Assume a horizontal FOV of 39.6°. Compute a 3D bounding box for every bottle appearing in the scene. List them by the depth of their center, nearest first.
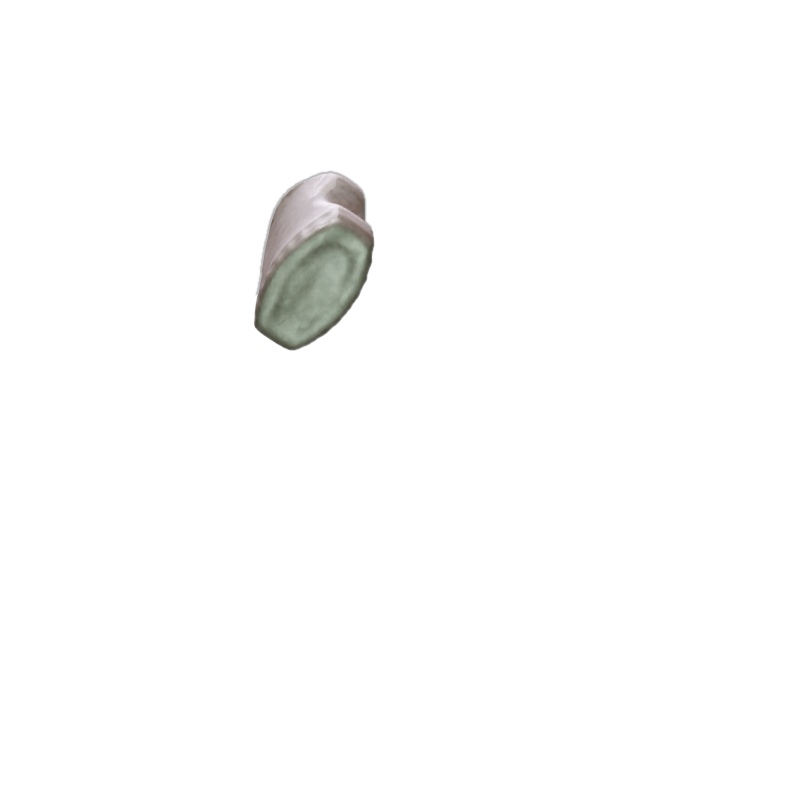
[{"bbox_3d":[-0.063,-0.114,0.794,0.056,0.094,0.202,31,19,-17],"label":"bottle"}]
